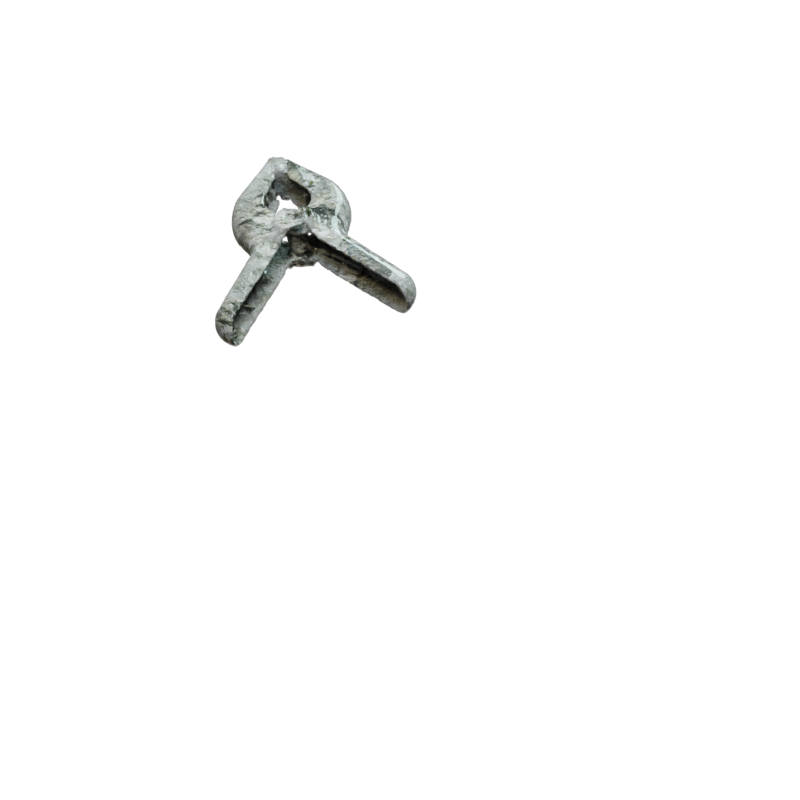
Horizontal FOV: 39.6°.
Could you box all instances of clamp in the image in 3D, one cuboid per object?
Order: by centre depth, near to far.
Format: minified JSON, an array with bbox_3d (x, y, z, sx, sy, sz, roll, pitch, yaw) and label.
[{"bbox_3d":[-0.056,-0.102,0.712,0.120,0.036,0.184,-2,44,-3],"label":"clamp"}]
